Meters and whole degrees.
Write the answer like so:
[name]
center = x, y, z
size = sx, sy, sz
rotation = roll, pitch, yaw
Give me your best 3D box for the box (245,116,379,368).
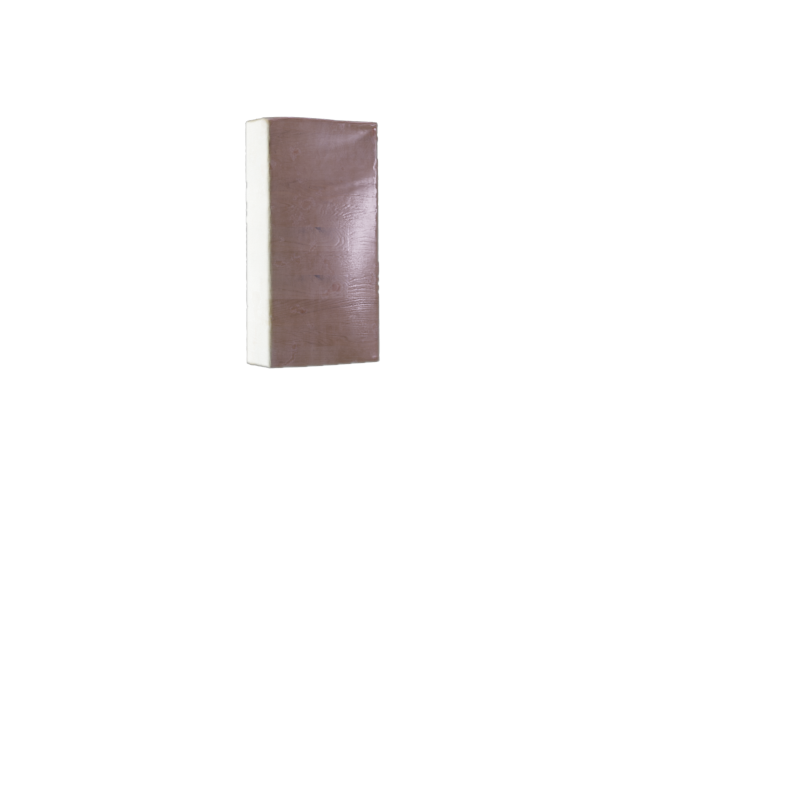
[box]
center = -0.063, -0.114, 0.801
size = 0.090, 0.175, 0.050
rotation = -2, 3, -30
